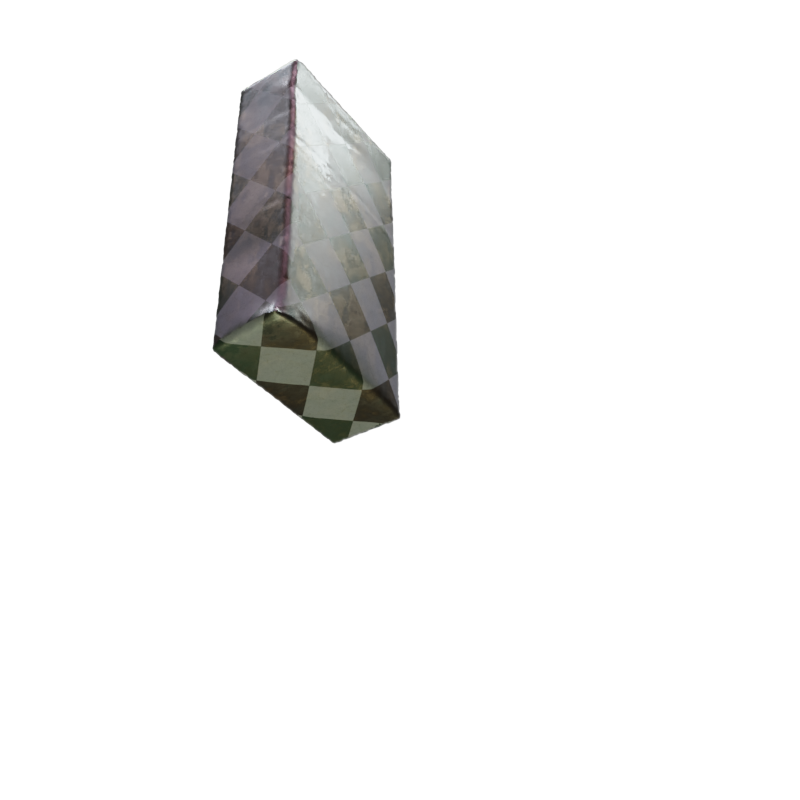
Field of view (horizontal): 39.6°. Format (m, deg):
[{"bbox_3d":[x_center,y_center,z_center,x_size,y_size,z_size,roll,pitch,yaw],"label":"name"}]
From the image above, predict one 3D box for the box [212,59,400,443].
[{"bbox_3d":[-0.043,-0.079,0.552,0.048,0.189,0.087,-27,-47,24],"label":"box"}]
